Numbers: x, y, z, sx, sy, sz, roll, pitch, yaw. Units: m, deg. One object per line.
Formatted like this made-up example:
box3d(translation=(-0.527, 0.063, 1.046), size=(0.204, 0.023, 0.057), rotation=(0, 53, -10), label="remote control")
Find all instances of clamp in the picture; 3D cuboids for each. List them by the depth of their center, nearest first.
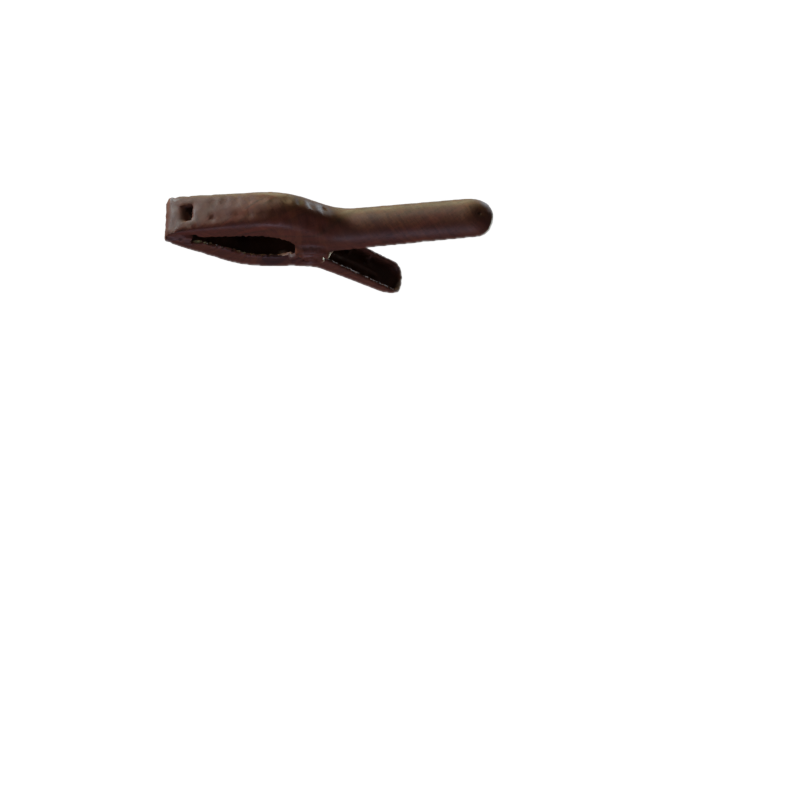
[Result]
box3d(translation=(-0.061, -0.111, 0.777), size=(0.206, 0.038, 0.161), rotation=(3, -13, -13), label="clamp")
